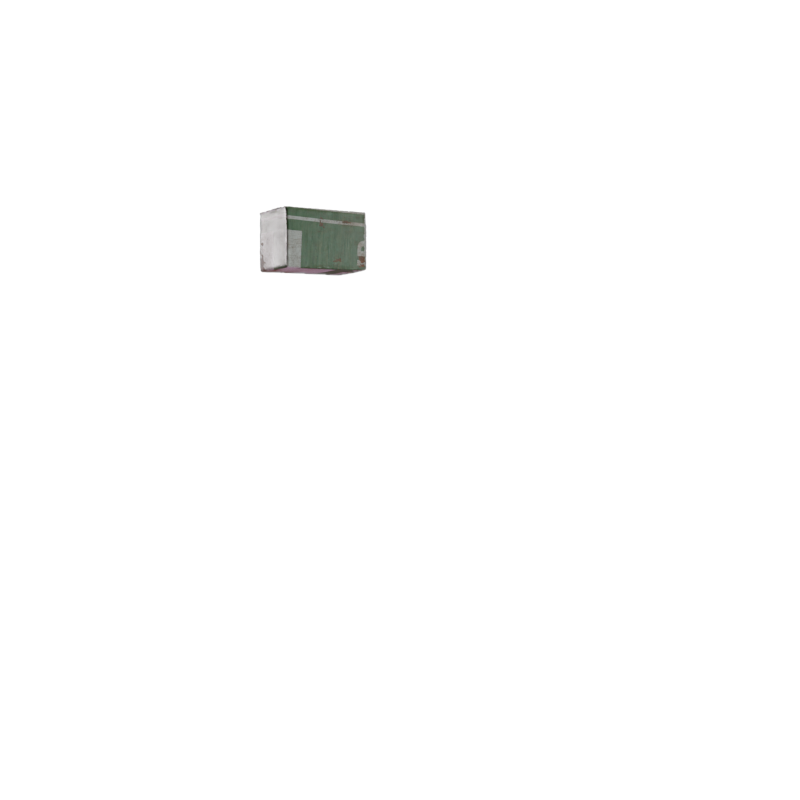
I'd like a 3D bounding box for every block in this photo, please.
[{"bbox_3d":[-0.074,-0.134,0.940,0.075,0.052,0.054,1,-3,-30],"label":"block"}]
